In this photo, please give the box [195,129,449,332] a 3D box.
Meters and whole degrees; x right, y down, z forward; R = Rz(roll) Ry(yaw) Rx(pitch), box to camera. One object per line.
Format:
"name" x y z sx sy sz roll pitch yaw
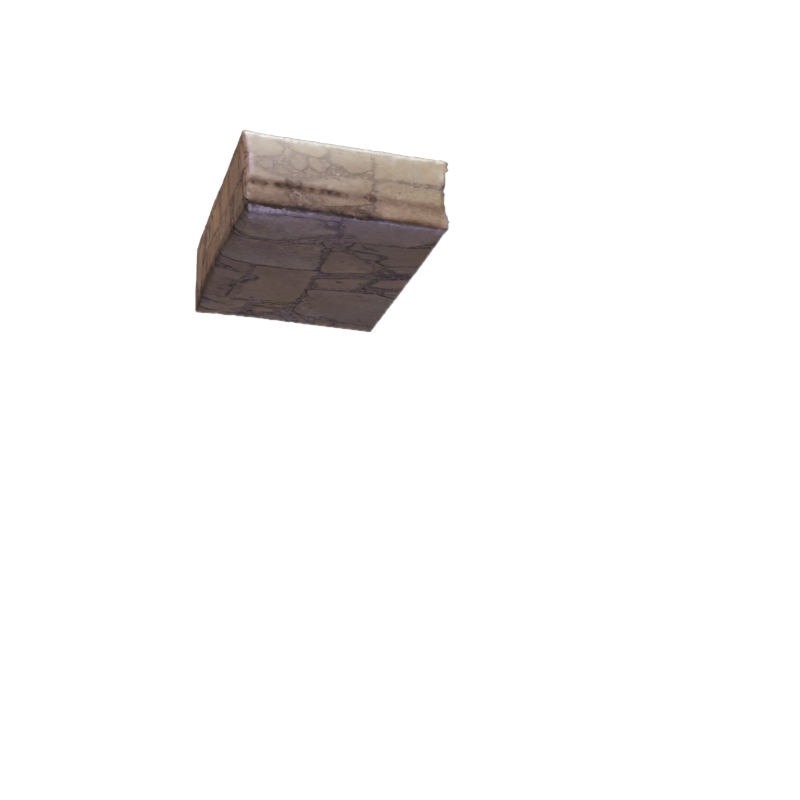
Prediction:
"box" -0.039 -0.071 0.496 0.088 0.041 0.110 6 -21 -17
